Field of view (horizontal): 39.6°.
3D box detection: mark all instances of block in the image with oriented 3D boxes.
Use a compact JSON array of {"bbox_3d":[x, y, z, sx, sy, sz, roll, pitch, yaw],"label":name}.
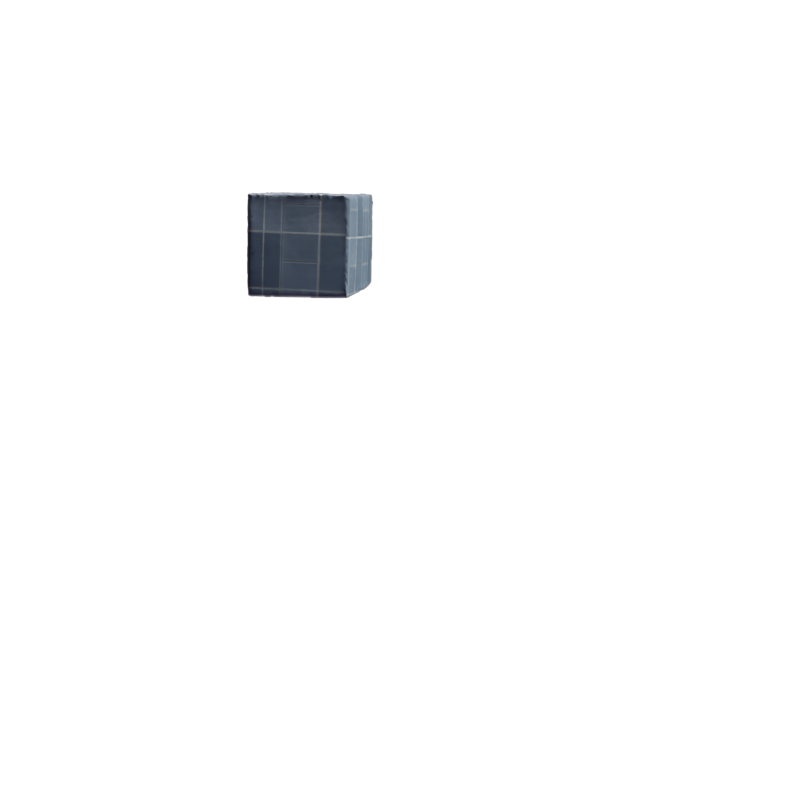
[{"bbox_3d":[-0.045,-0.082,0.577,0.053,0.051,0.078,1,9,8],"label":"block"}]
